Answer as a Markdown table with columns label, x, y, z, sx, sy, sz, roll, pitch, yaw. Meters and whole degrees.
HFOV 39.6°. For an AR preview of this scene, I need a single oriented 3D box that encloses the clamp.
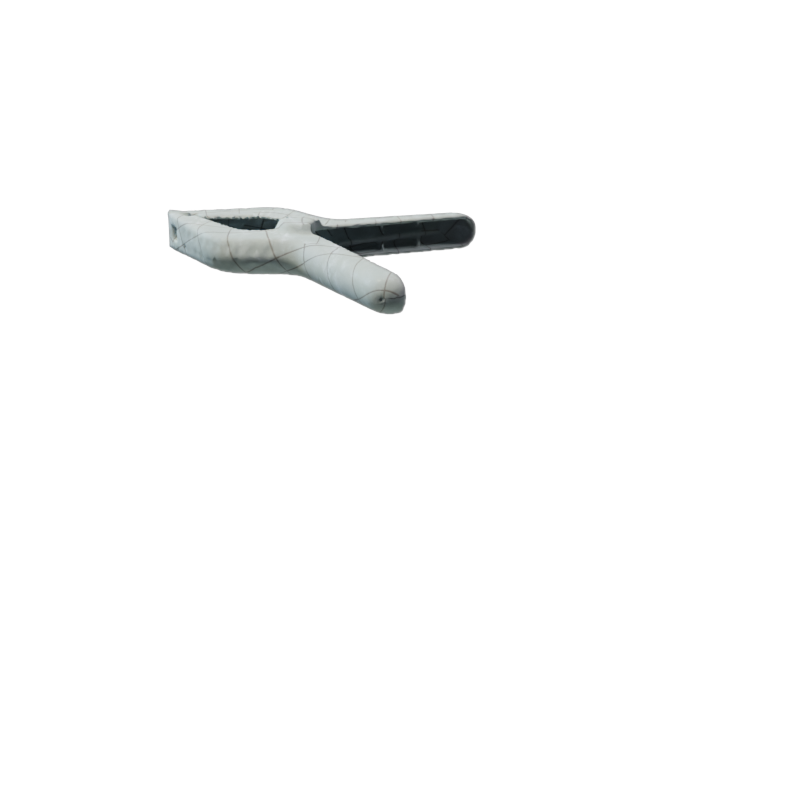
| label | x | y | z | sx | sy | sz | roll | pitch | yaw |
| --- | --- | --- | --- | --- | --- | --- | --- | --- | --- |
| clamp | -0.059 | -0.108 | 0.756 | 0.219 | 0.035 | 0.165 | 12 | 26 | 26 |
